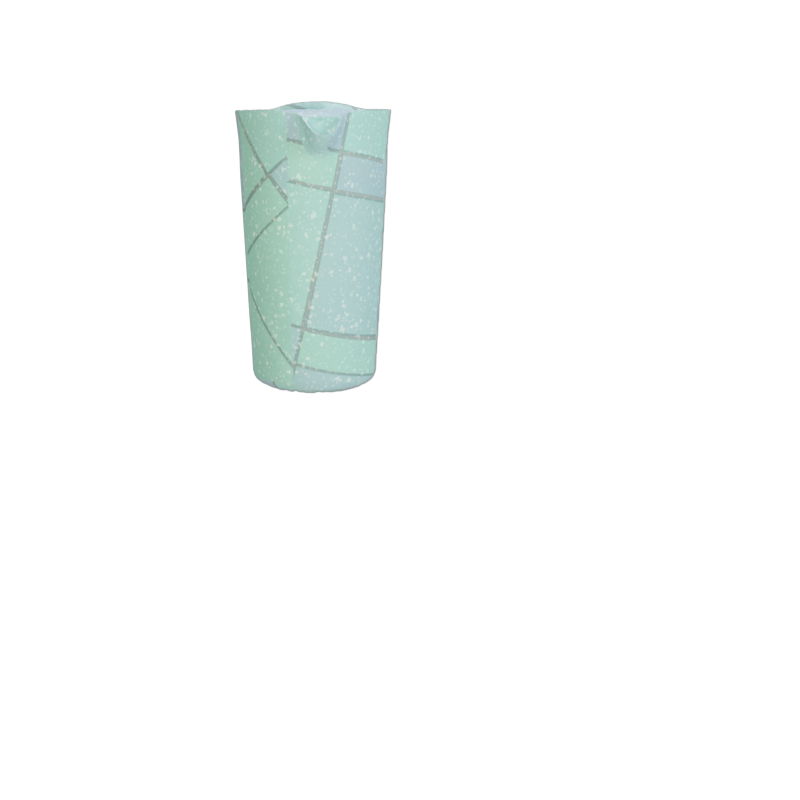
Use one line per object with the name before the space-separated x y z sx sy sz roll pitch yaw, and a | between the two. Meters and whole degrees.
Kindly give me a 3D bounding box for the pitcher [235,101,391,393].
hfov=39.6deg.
pitcher | -0.076 -0.138 0.969 0.151 0.239 0.145 7 11 35
